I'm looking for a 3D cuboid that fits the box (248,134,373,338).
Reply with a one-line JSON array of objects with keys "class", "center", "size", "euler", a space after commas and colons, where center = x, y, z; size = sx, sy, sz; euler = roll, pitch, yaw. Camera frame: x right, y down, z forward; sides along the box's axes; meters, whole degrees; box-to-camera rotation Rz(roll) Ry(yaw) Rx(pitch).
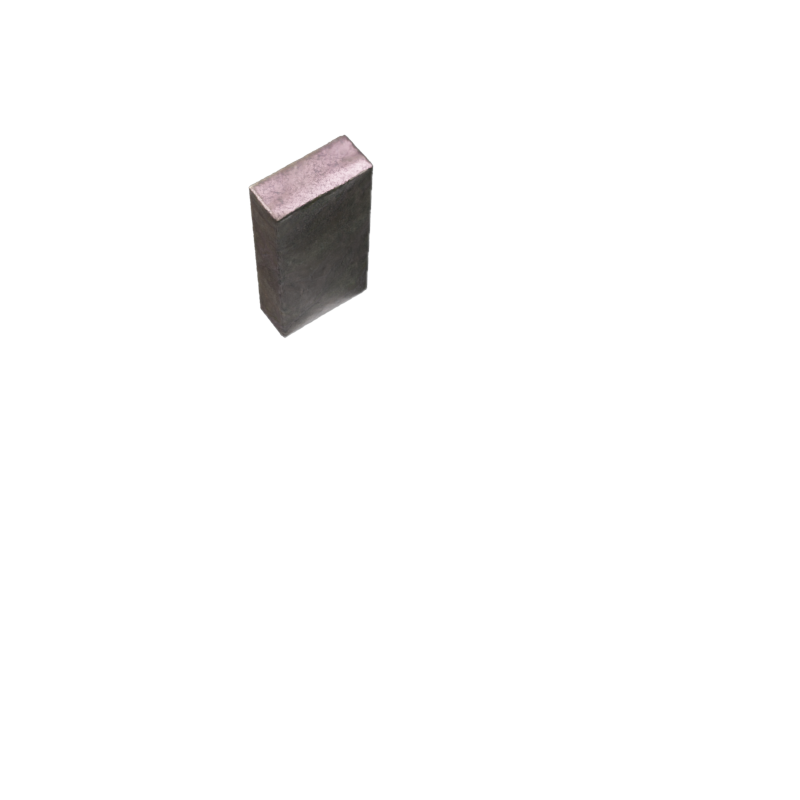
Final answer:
[{"class": "box", "center": [-0.071, -0.129, 0.907], "size": [0.093, 0.051, 0.166], "euler": [-33, -20, -18]}]
